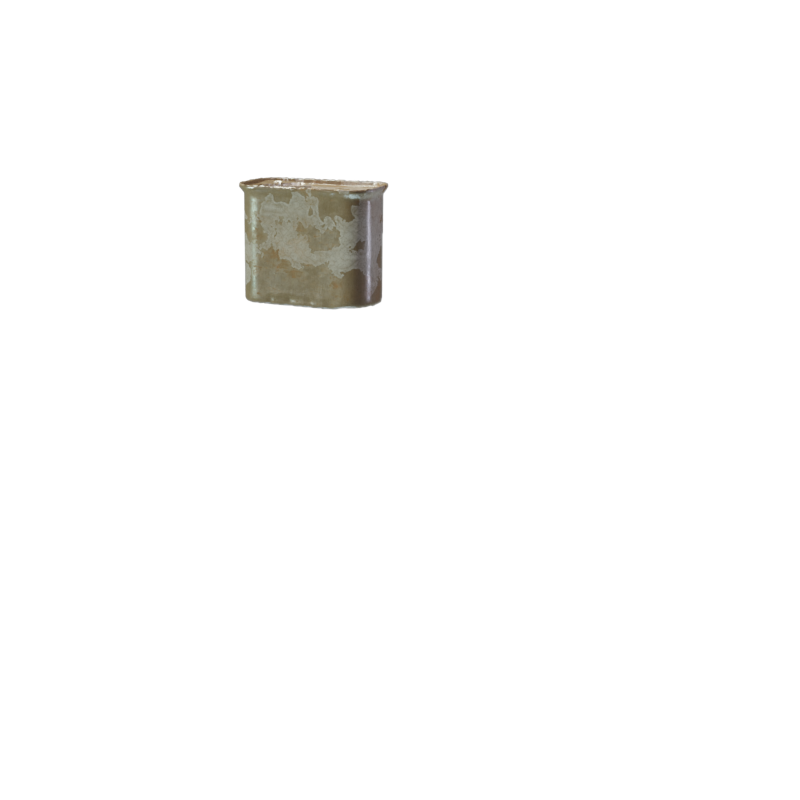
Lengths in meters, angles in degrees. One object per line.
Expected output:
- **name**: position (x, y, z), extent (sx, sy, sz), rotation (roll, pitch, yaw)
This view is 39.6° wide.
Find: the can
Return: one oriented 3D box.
- **can**: position (-0.061, -0.111, 0.779), extent (0.105, 0.082, 0.057), rotation (6, 14, 21)
